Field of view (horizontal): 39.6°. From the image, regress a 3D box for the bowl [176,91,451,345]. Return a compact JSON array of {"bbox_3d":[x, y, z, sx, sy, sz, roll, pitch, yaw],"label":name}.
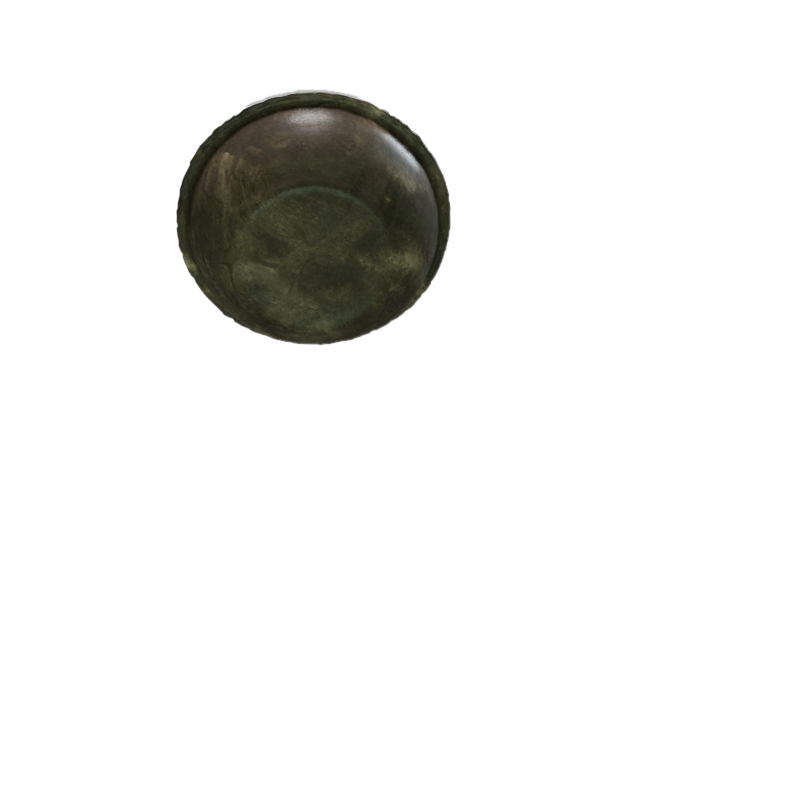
[{"bbox_3d":[-0.049,-0.090,0.628,0.162,0.153,0.058,1,26,-1],"label":"bowl"}]
